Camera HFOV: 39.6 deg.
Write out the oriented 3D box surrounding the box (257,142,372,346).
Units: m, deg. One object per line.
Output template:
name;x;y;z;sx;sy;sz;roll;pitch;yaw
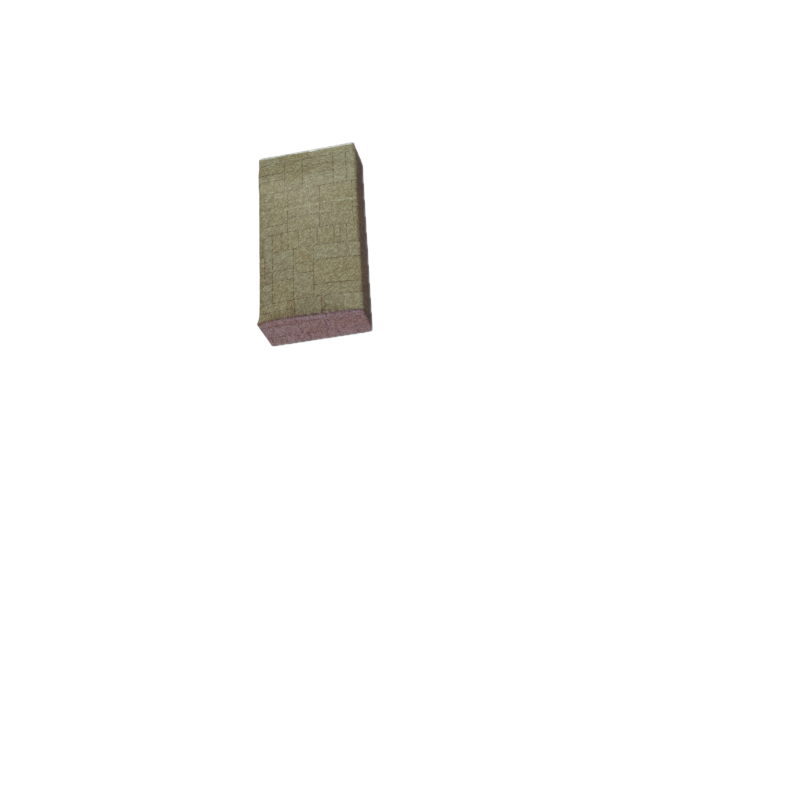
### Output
box;-0.076;-0.139;0.974;0.094;0.188;0.044;-9;-33;11
